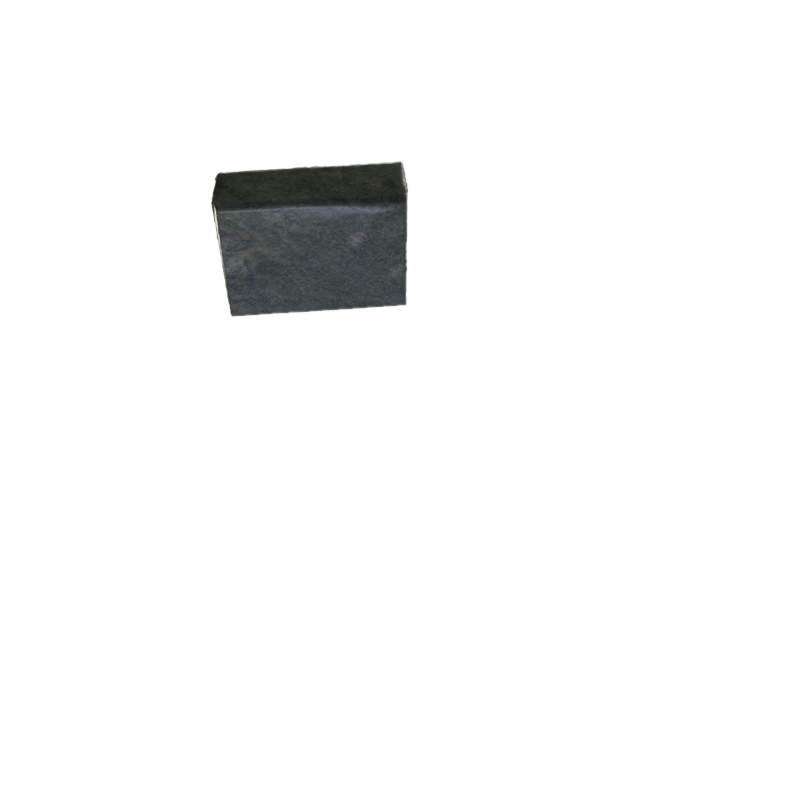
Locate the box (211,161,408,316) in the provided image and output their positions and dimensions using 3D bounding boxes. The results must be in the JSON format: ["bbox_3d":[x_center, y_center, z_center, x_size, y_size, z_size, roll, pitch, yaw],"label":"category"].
[{"bbox_3d":[-0.052,-0.095,0.667,0.114,0.042,0.083,-1,-43,1],"label":"box"}]
